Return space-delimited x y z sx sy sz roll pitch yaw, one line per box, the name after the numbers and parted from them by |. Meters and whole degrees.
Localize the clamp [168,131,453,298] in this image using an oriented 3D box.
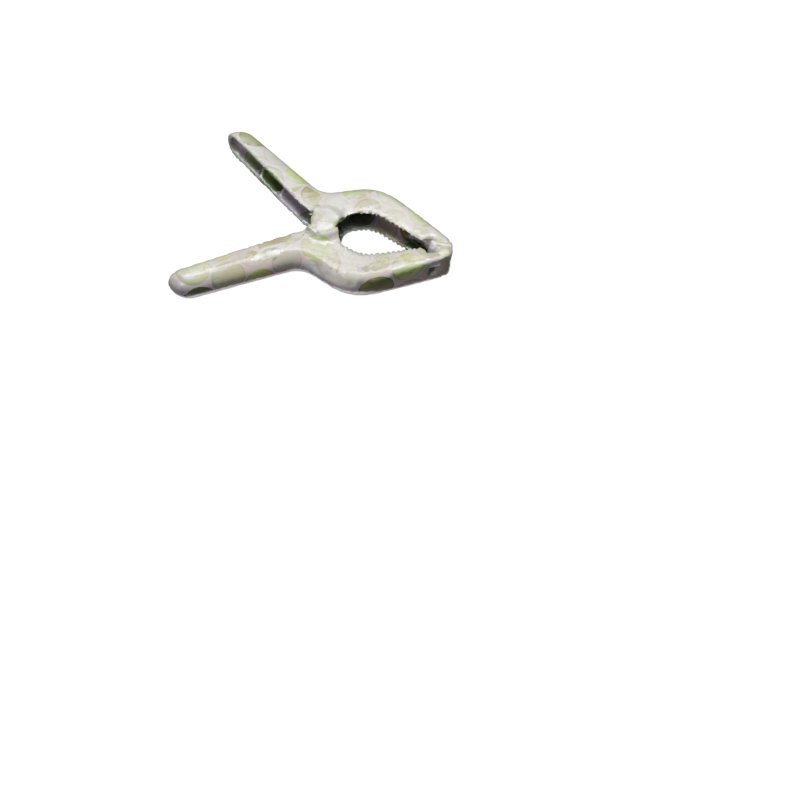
-0.067 -0.123 0.860 0.215 0.172 0.034 17 -32 11 | clamp
